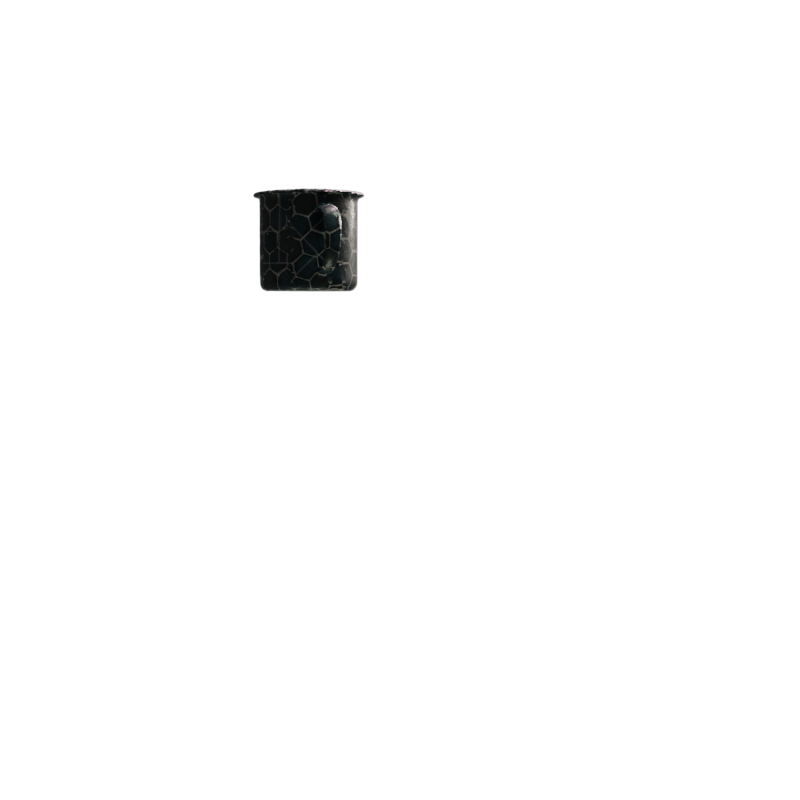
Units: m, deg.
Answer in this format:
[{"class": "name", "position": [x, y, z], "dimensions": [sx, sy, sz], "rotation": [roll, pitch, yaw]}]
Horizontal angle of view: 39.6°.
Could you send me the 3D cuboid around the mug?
[{"class": "mug", "position": [-0.072, -0.131, 0.914], "dimensions": [0.091, 0.082, 0.120], "rotation": [-1, 2, -22]}]
